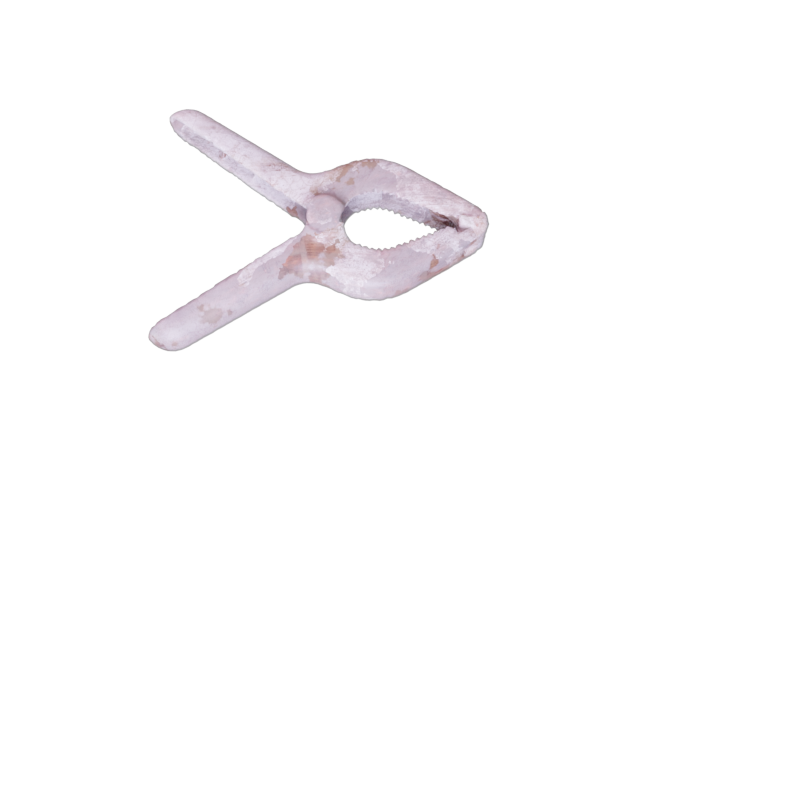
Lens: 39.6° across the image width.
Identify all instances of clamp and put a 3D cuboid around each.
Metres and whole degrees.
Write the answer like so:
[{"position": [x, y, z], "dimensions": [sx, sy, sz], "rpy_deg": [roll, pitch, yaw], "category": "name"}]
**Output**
[{"position": [-0.053, -0.097, 0.683], "dimensions": [0.211, 0.173, 0.034], "rpy_deg": [7, -24, 3], "category": "clamp"}]
